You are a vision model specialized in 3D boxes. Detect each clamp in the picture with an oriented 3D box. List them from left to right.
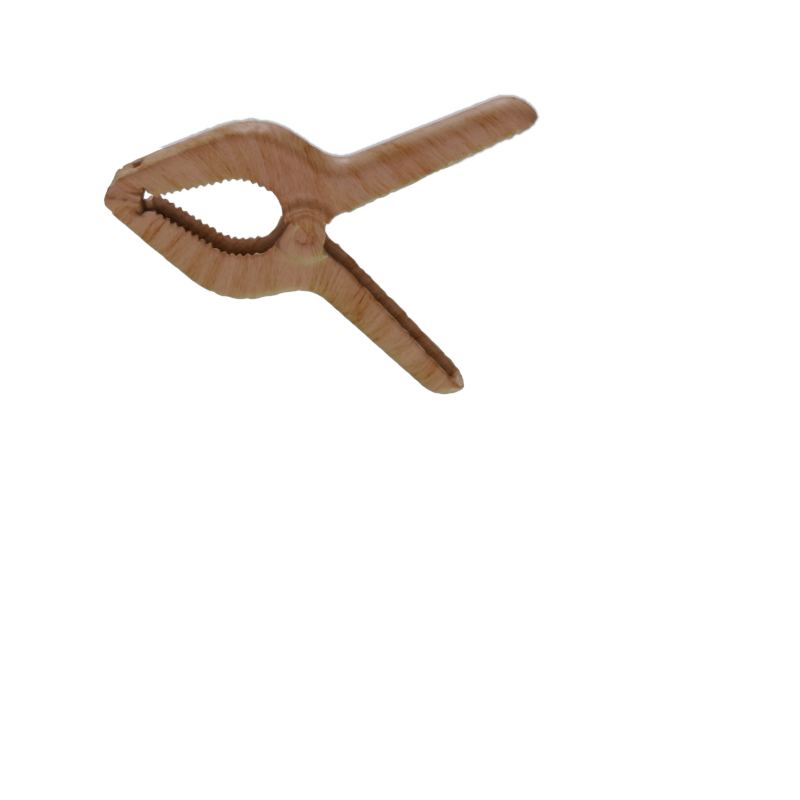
[{"bbox_3d":[-0.044,-0.081,0.568,0.209,0.157,0.038,4,23,-2],"label":"clamp"}]
